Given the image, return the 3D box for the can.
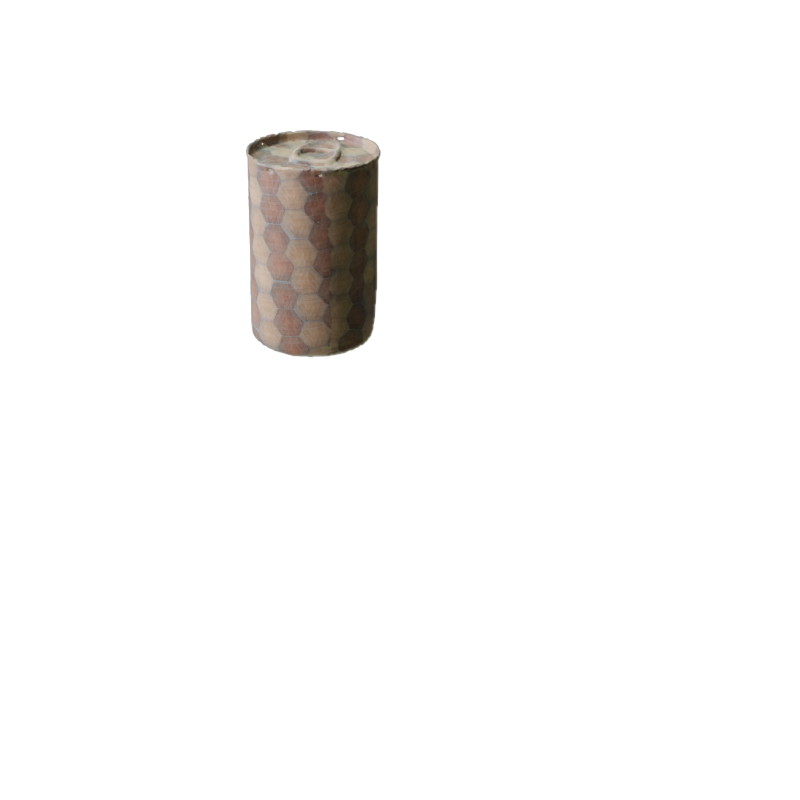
[{"bbox_3d":[-0.045,-0.082,0.577,0.068,0.097,0.072,0,25,-2],"label":"can"}]
